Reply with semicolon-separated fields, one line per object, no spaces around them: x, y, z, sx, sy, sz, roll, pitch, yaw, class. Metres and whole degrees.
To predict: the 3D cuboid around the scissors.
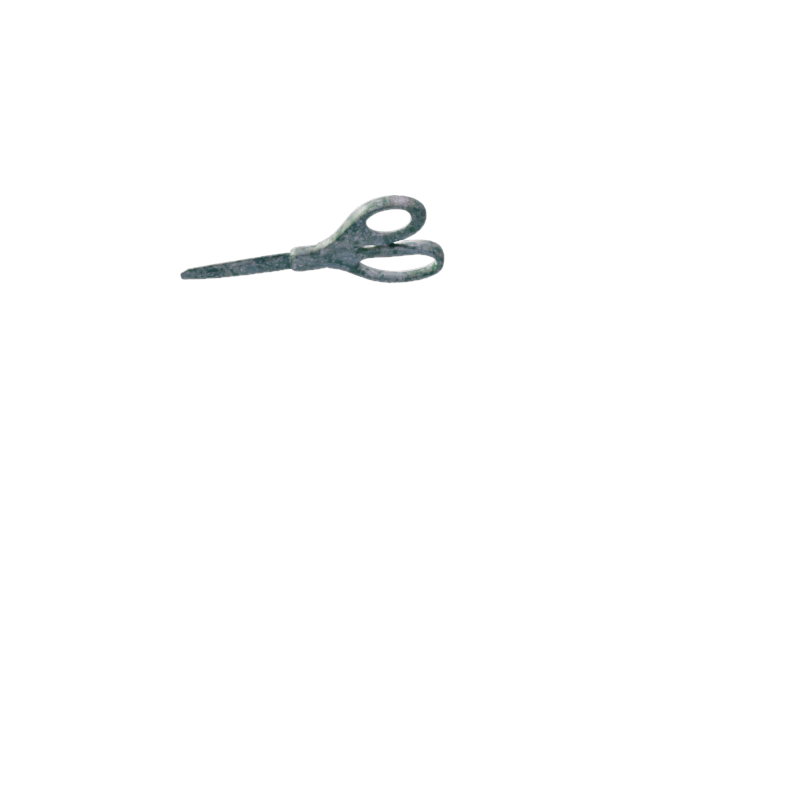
-0.065;-0.119;0.832;0.201;0.017;0.090;2;-39;-3;scissors
